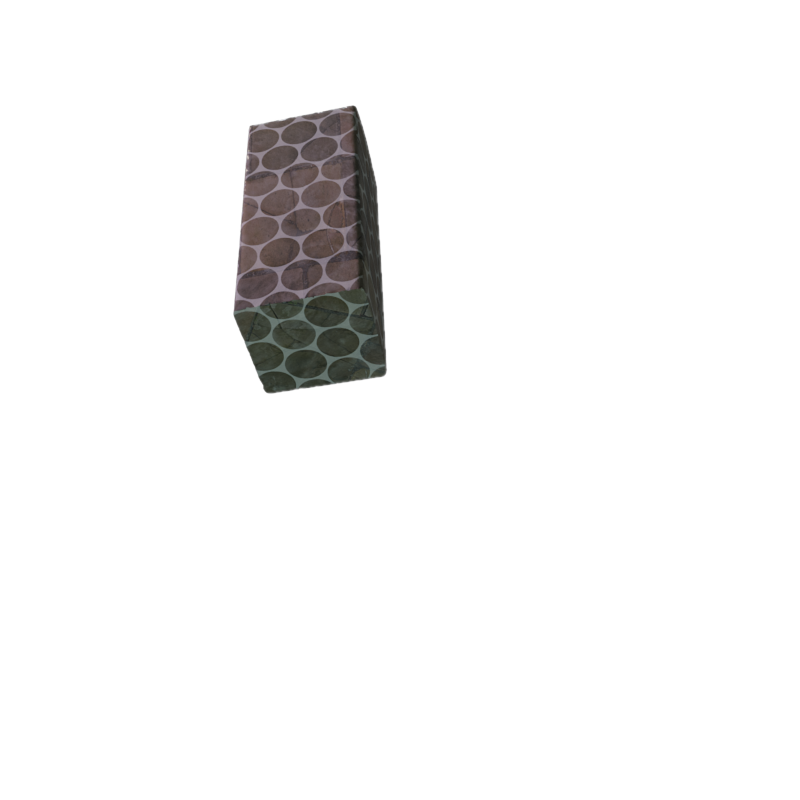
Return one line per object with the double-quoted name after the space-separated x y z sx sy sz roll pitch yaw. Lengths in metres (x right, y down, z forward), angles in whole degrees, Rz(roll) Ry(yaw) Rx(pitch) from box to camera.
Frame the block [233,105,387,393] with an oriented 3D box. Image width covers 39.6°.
-0.064 -0.117 0.824 0.091 0.221 0.083 -10 -44 6 "block"
